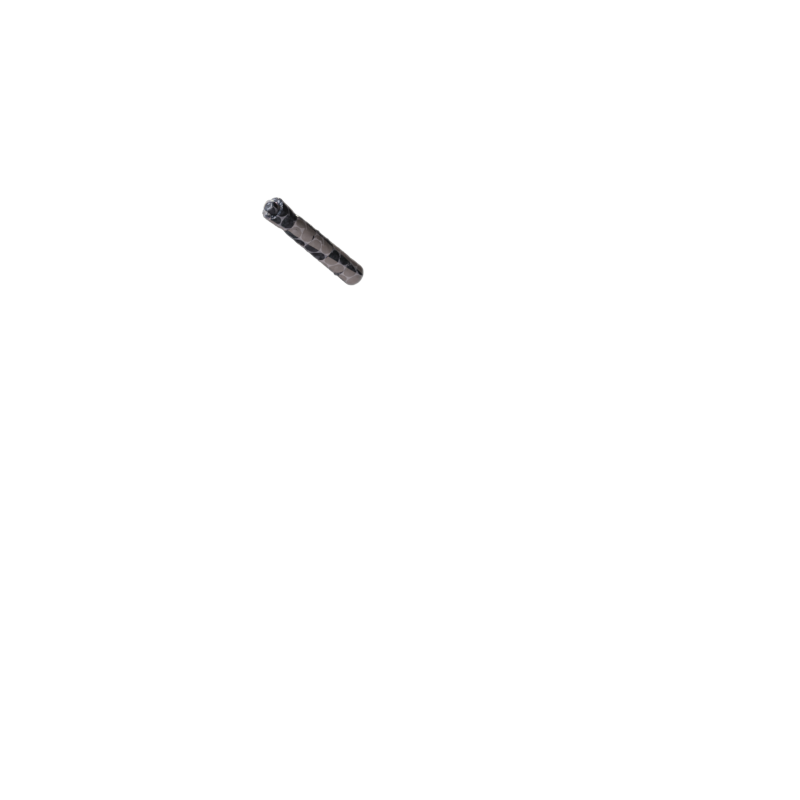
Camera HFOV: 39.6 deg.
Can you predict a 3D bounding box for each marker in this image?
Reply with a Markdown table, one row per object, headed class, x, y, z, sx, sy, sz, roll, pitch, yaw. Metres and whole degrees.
| class | x | y | z | sx | sy | sz | roll | pitch | yaw |
| --- | --- | --- | --- | --- | --- | --- | --- | --- | --- |
| marker | -0.067 | -0.122 | 0.852 | 0.020 | 0.020 | 0.112 | 3 | -20 | 36 |
